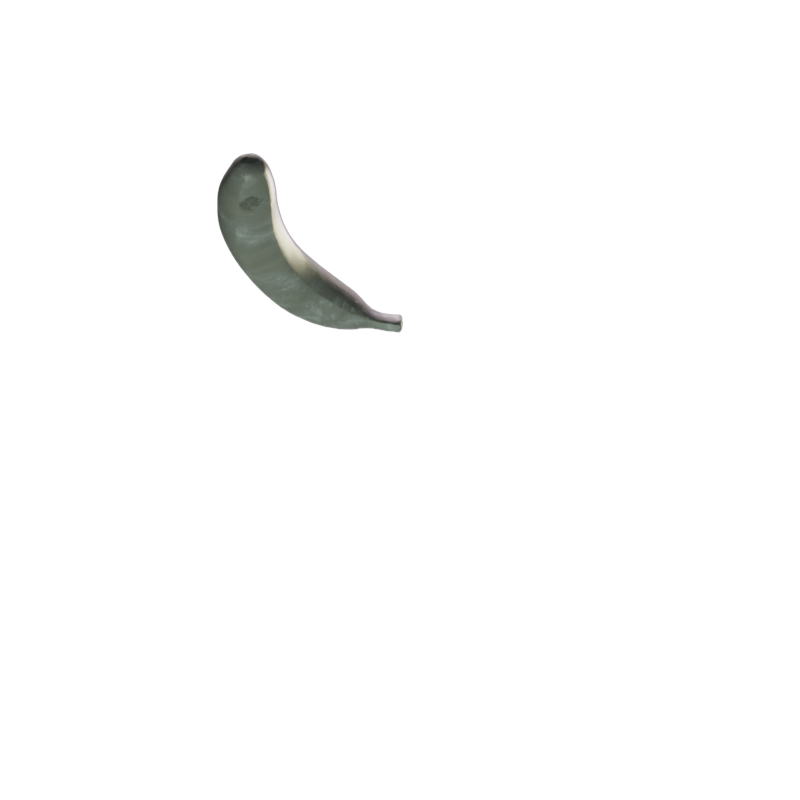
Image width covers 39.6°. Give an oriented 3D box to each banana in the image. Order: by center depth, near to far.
[{"bbox_3d":[-0.068,-0.091,0.684,0.070,0.039,0.183,-14,-30,23],"label":"banana"}]
